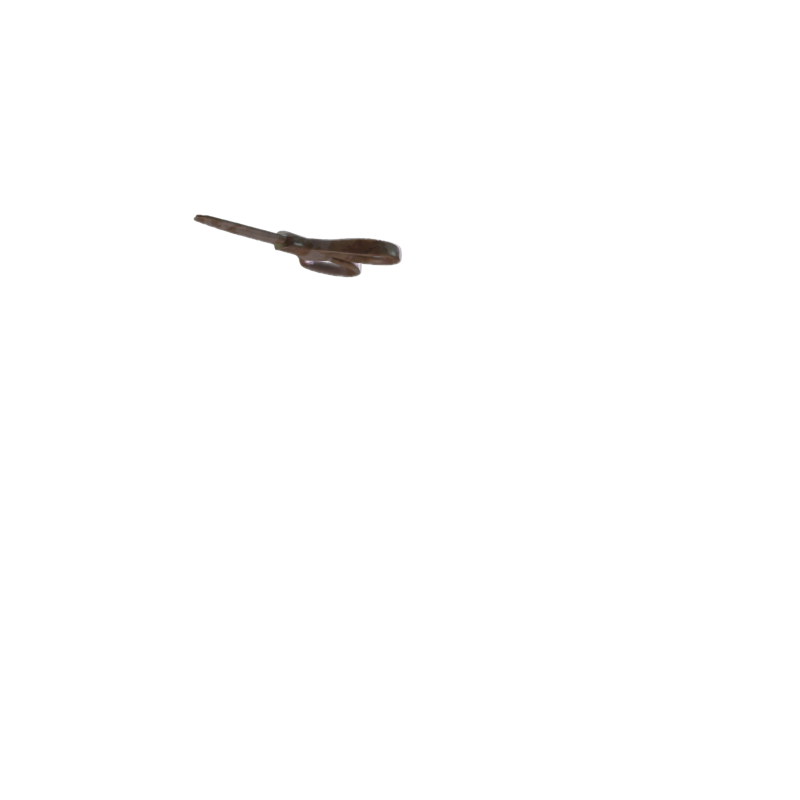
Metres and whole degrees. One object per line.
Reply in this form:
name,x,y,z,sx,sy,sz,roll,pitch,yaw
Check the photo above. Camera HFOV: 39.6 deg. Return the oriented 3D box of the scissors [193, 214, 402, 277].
scissors,-0.068,-0.124,0.870,0.098,0.016,0.192,-3,-7,24
